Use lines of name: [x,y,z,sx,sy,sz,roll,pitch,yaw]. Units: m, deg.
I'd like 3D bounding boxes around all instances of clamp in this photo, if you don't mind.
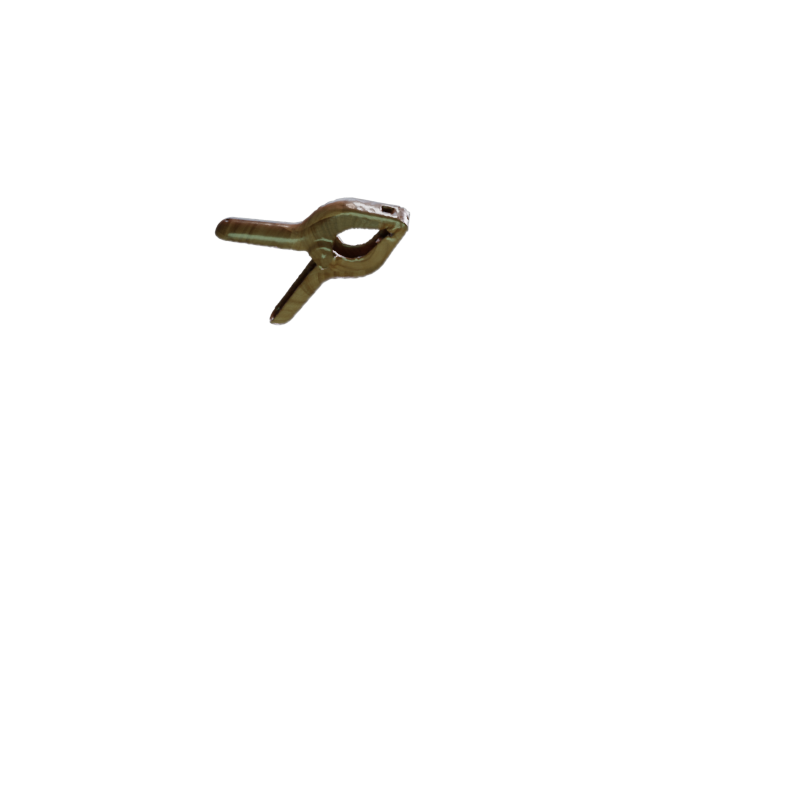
clamp: [-0.078,-0.142,0.991,0.171,0.042,0.112,-27,-54,21]
